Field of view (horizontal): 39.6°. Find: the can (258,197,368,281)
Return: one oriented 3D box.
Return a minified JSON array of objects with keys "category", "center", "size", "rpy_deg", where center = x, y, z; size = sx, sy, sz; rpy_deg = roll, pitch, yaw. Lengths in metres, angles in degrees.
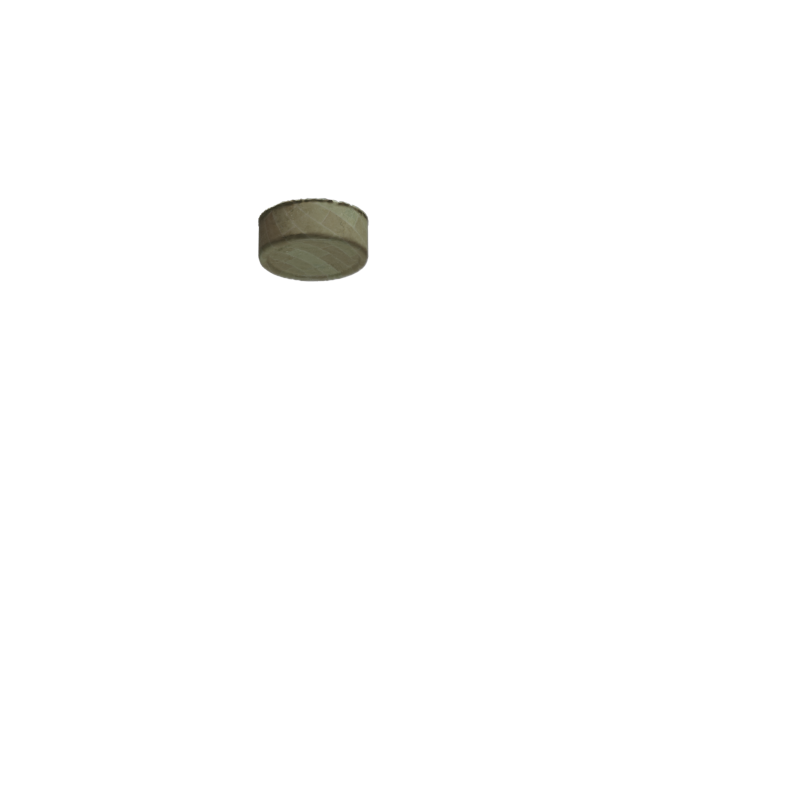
[{"category":"can","center":[-0.067,-0.121,0.850],"size":[0.086,0.035,0.082],"rpy_deg":[0,-18,-2]}]
